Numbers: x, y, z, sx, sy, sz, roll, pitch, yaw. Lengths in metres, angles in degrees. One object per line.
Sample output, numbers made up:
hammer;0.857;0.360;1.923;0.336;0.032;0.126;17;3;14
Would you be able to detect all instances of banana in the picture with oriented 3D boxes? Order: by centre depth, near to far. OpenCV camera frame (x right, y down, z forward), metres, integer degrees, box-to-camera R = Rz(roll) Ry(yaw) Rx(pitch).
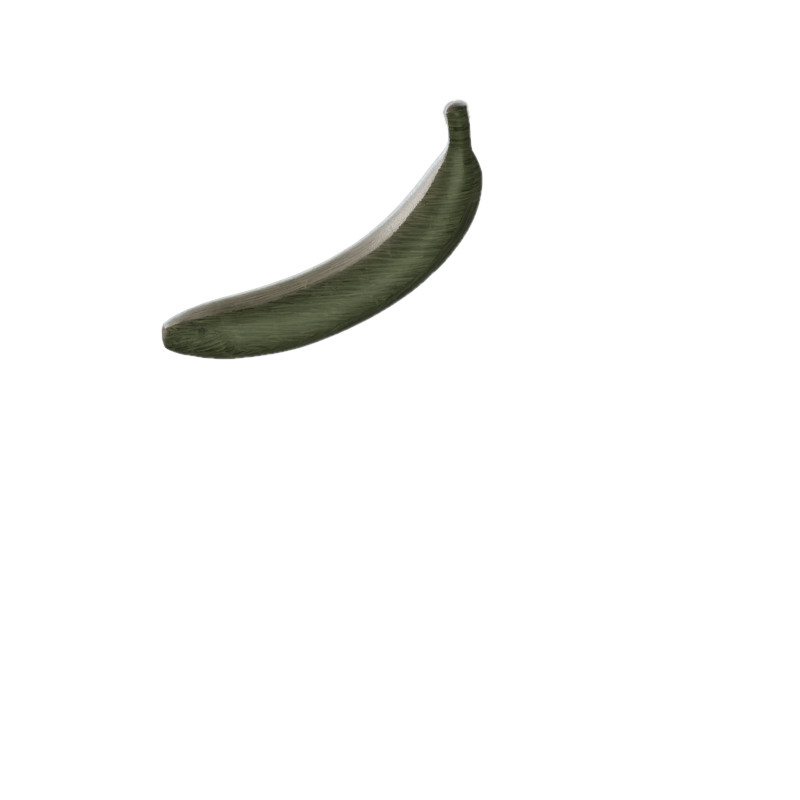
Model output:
banana;-0.029;-0.070;0.563;0.197;0.066;0.039;-36;20;14
